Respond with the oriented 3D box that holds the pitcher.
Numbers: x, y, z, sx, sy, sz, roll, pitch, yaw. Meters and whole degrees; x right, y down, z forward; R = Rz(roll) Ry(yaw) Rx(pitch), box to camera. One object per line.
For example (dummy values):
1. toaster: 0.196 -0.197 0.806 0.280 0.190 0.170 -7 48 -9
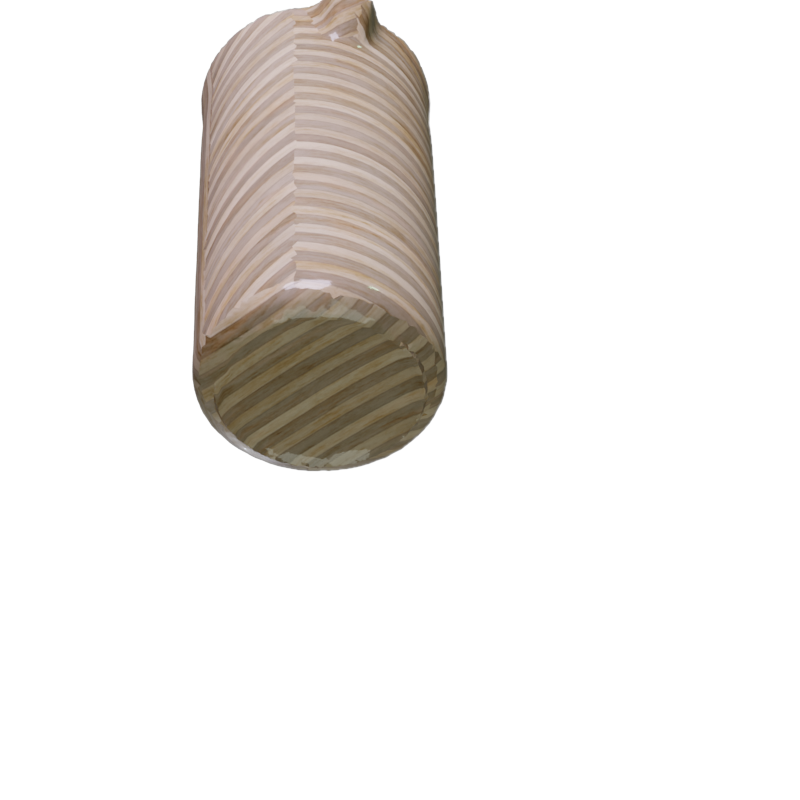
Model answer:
1. pitcher: -0.044 -0.080 0.562 0.145 0.261 0.138 -23 -51 16
